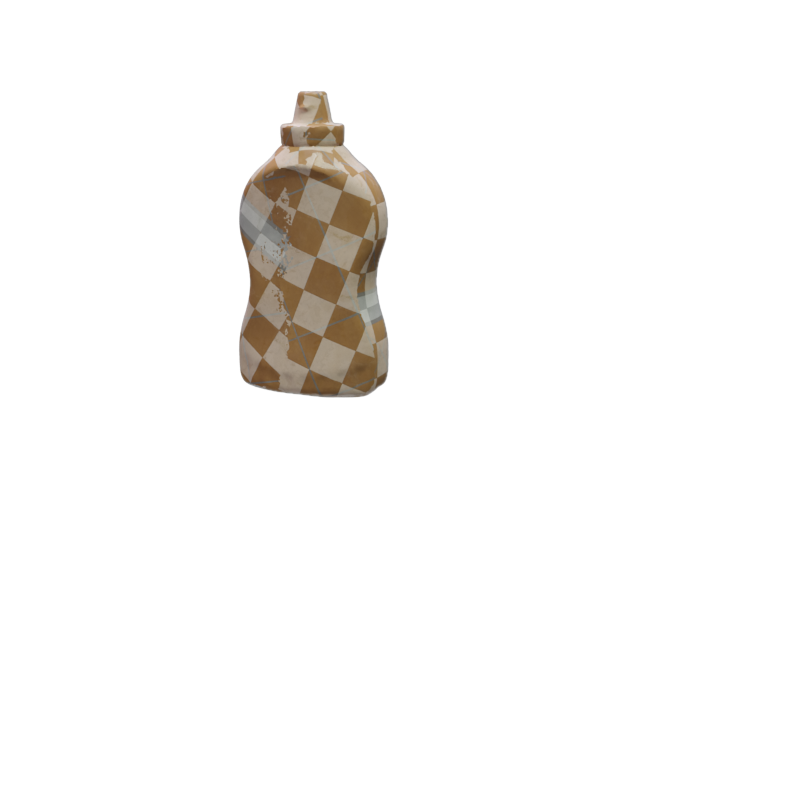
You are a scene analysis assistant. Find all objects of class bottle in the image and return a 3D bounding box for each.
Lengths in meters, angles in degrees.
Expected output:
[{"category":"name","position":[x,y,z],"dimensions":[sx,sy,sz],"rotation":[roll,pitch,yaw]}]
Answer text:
[{"category":"bottle","position":[-0.056,-0.102,0.713],"dimensions":[0.099,0.188,0.058],"rotation":[5,10,22]}]
